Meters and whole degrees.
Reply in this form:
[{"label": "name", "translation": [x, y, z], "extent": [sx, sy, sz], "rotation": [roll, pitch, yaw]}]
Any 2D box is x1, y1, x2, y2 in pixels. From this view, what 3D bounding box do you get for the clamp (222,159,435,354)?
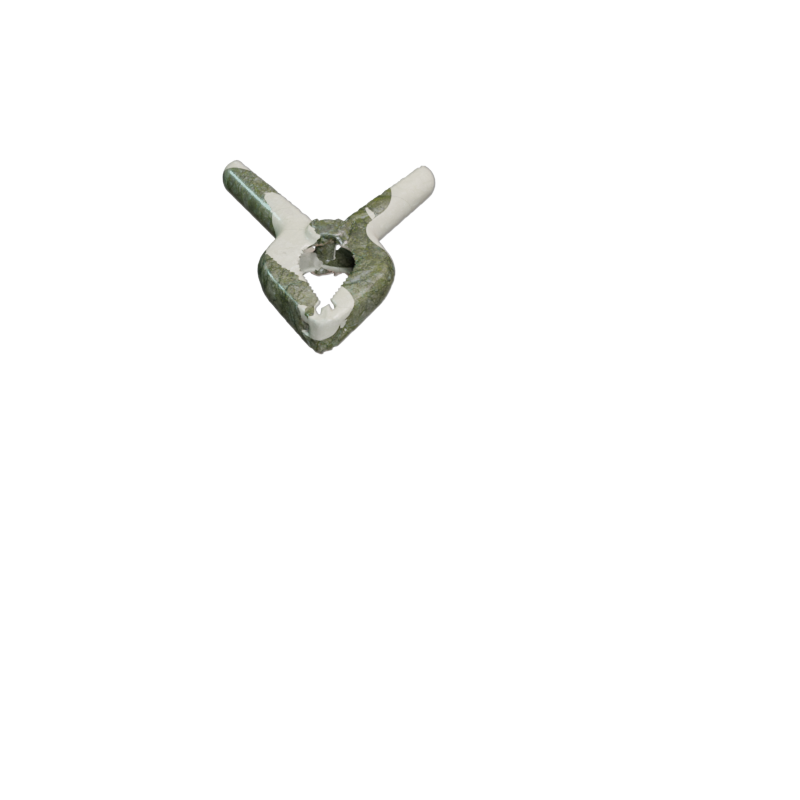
[{"label": "clamp", "translation": [-0.062, -0.114, 0.797], "extent": [0.166, 0.034, 0.223], "rotation": [4, 41, 4]}]
